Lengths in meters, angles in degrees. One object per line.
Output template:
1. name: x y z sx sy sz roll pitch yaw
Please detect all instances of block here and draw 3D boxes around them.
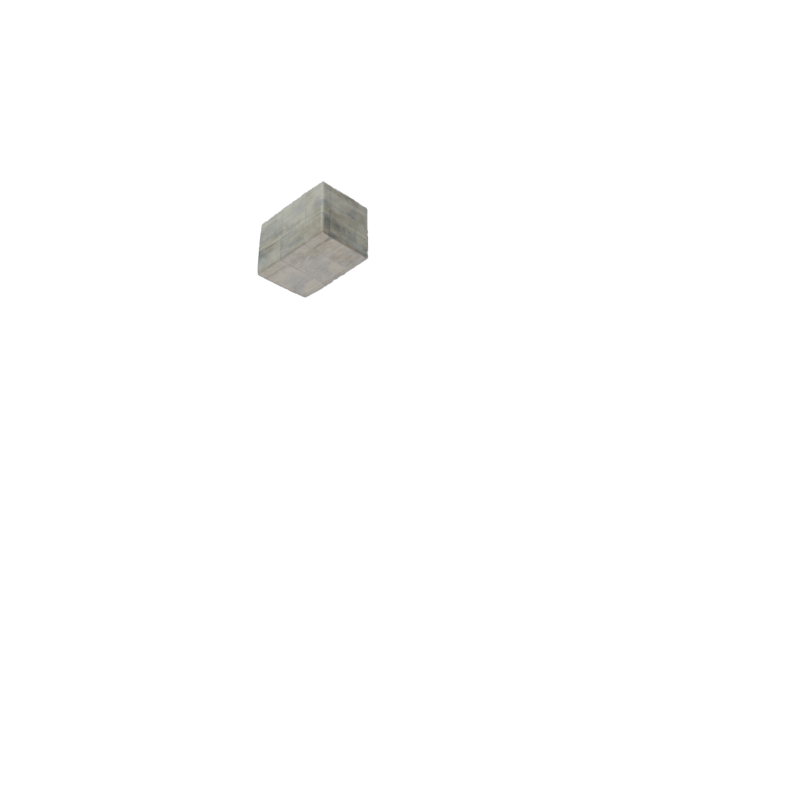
1. block: -0.070 -0.127 0.892 0.078 0.055 0.049 -29 -42 35
